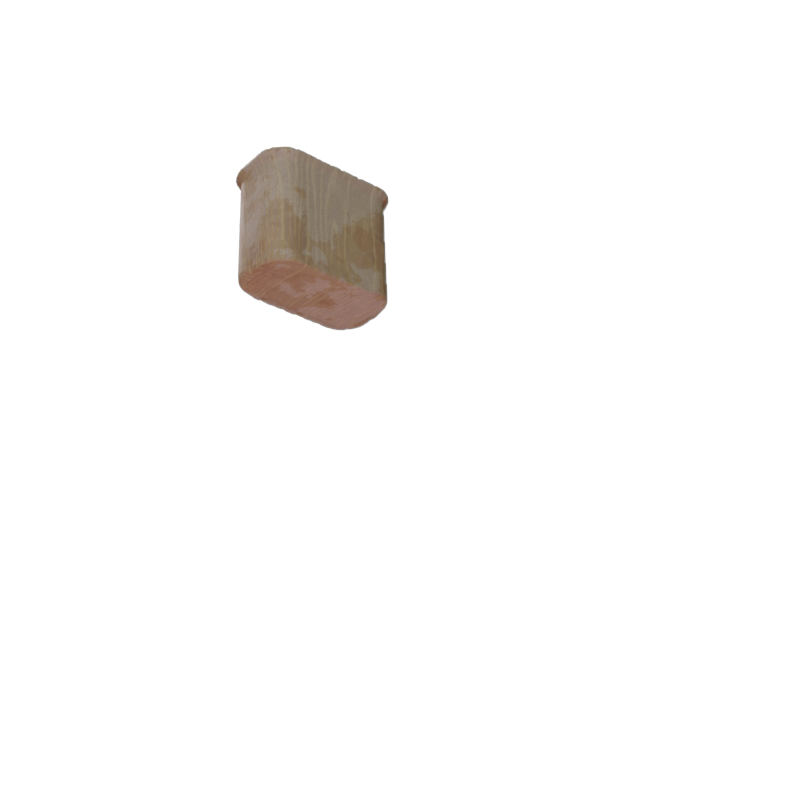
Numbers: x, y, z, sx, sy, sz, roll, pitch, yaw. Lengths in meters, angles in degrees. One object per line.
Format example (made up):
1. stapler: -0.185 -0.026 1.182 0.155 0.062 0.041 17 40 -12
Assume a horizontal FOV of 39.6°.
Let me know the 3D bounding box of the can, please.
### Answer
1. can: -0.056 -0.101 0.708 0.096 0.089 0.057 21 -37 -33
